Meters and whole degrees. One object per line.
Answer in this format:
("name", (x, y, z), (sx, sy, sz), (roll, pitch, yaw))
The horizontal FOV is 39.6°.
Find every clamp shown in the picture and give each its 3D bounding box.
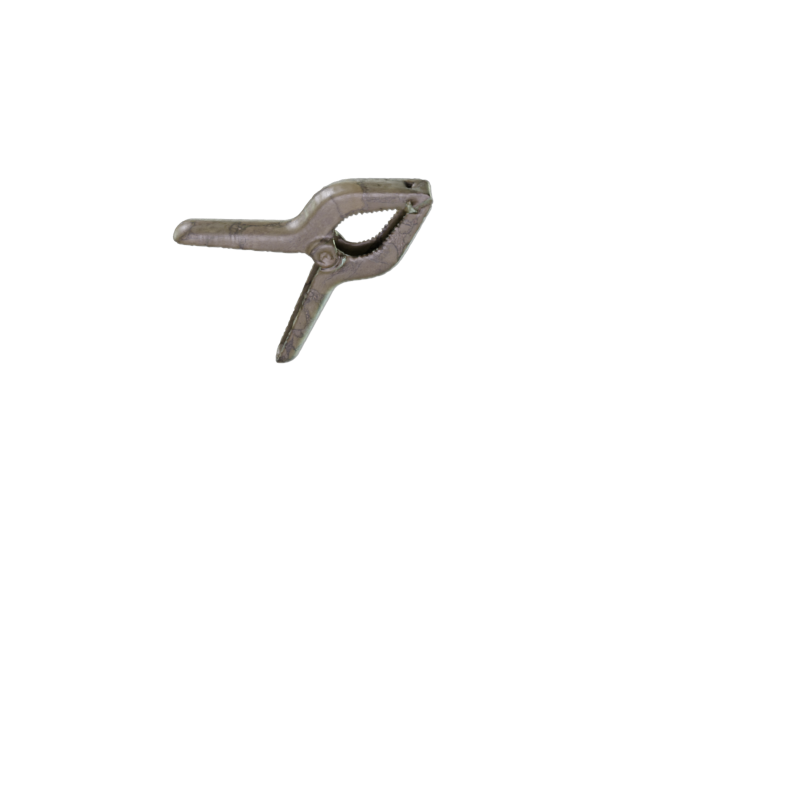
("clamp", (-0.072, -0.131, 0.920), (0.209, 0.154, 0.039), (-32, 30, 21))
